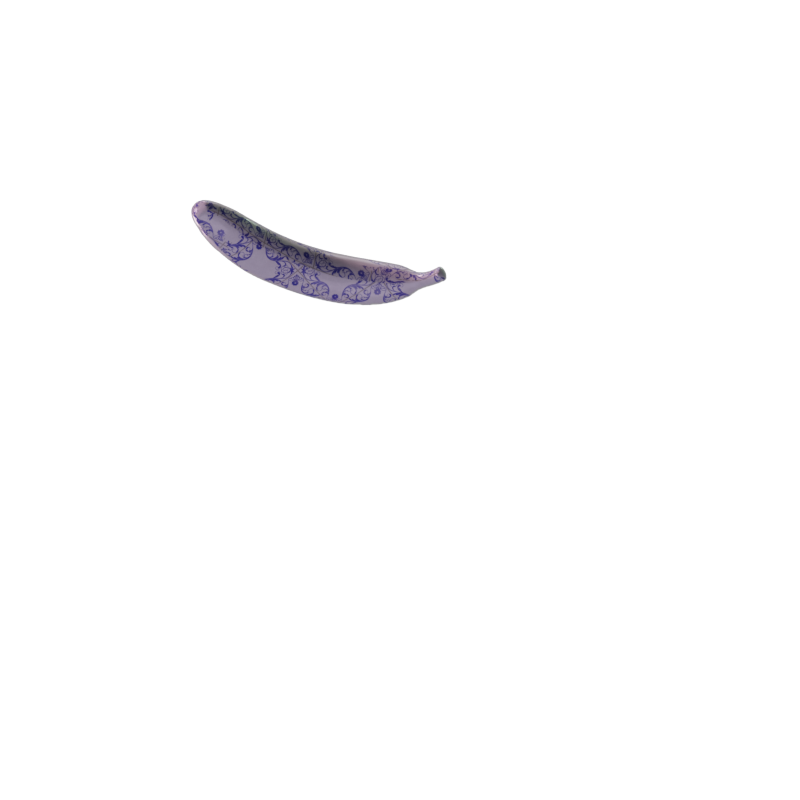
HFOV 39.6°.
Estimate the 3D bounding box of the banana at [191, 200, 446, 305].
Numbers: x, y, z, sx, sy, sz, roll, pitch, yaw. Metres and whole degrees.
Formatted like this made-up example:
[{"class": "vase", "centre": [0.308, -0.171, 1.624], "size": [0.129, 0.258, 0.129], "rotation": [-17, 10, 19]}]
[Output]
[{"class": "banana", "centre": [-0.068, -0.107, 0.837], "size": [0.192, 0.039, 0.067], "rotation": [12, -39, -16]}]
